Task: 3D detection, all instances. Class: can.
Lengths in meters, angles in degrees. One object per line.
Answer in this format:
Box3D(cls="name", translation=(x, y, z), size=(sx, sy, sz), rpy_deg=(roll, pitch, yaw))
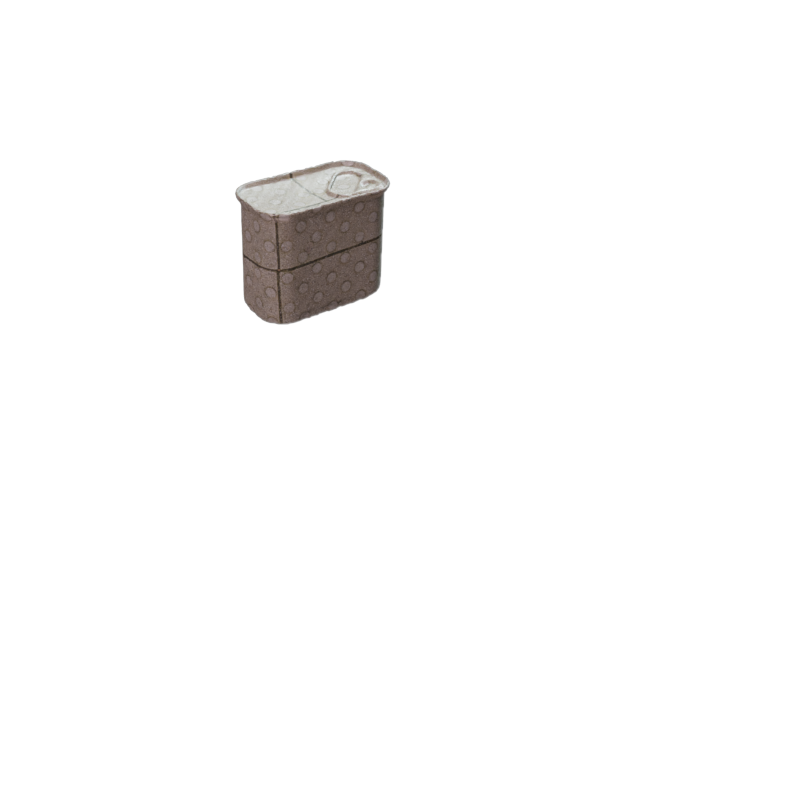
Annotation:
Box3D(cls="can", translation=(-0.059, -0.107, 0.751), size=(0.101, 0.079, 0.062), rpy_deg=(-20, 36, -30))
